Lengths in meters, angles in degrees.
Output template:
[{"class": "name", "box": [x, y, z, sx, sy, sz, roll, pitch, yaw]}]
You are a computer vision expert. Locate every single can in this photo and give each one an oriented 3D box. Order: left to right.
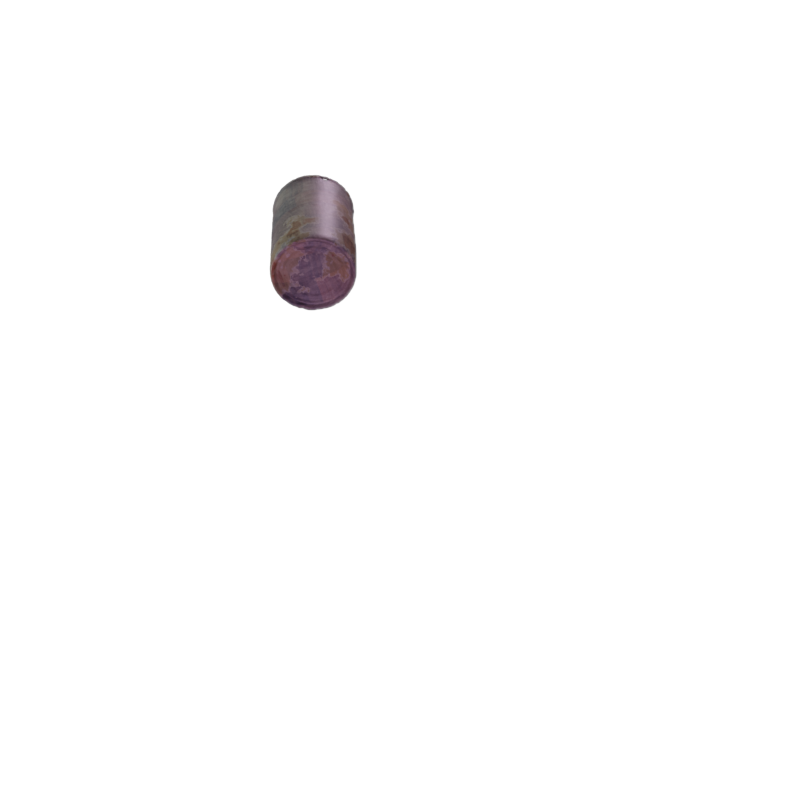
[{"class": "can", "box": [-0.069, -0.126, 0.882, 0.068, 0.064, 0.109, -1, 35, -3]}]
